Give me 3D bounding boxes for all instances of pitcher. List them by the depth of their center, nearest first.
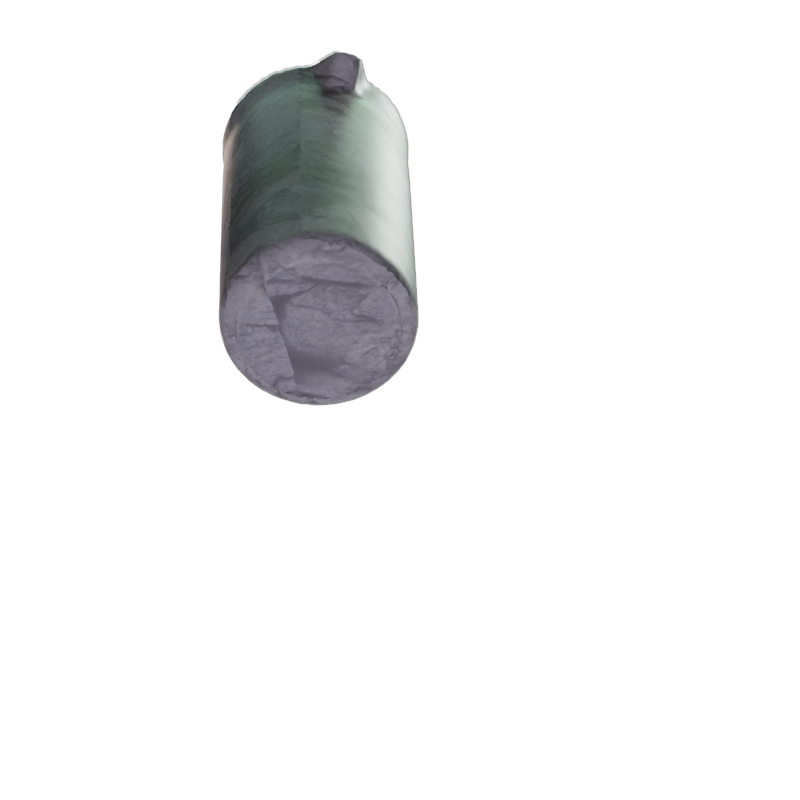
[{"bbox_3d":[-0.055,-0.100,0.698,0.145,0.139,0.259,-24,32,12],"label":"pitcher"}]
